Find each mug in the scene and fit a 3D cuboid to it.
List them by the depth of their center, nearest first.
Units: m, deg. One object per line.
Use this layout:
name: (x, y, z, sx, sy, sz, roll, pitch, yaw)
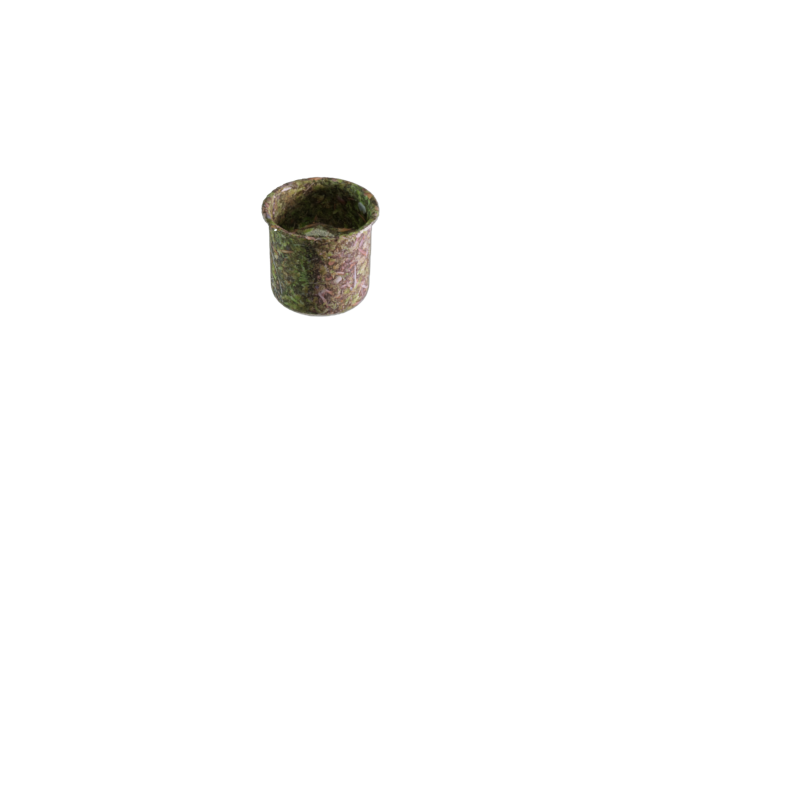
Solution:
mug: (-0.070, -0.129, 0.900, 0.092, 0.076, 0.127, -19, 43, -23)
